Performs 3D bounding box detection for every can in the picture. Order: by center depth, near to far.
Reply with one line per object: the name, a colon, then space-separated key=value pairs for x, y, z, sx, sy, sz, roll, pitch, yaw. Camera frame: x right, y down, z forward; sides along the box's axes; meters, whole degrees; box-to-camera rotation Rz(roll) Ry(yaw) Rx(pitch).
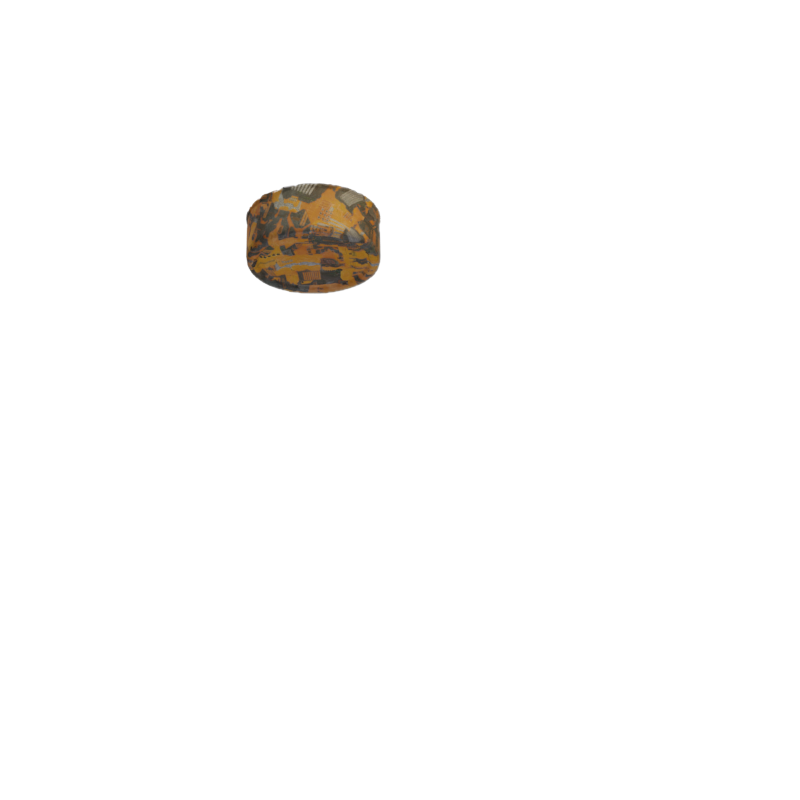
can: x=-0.055 y=-0.100 z=0.700 sx=0.086 sy=0.036 sz=0.081 roll=1 pitch=-24 yaw=-2
